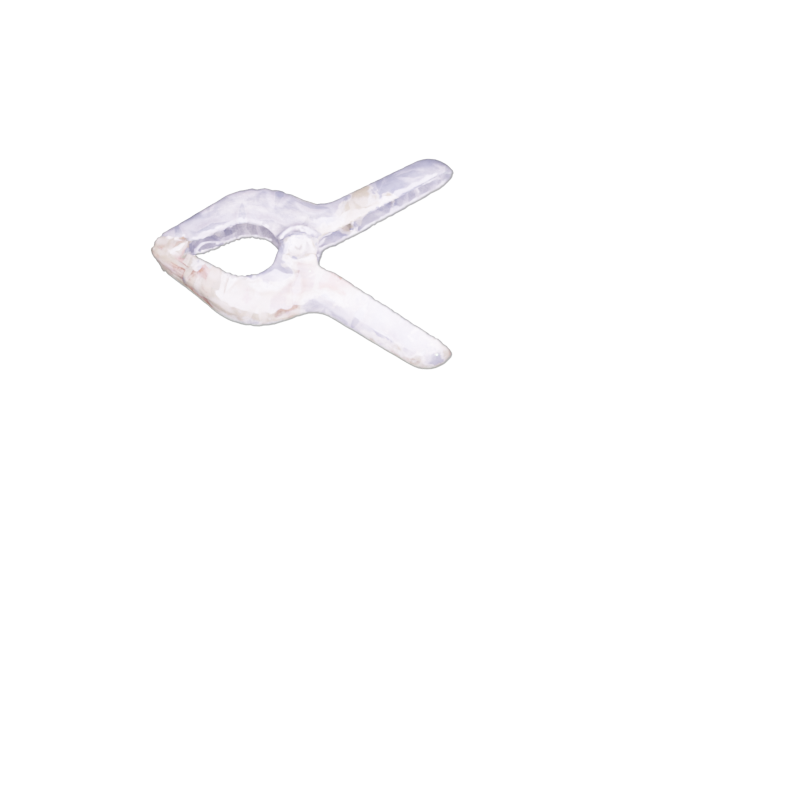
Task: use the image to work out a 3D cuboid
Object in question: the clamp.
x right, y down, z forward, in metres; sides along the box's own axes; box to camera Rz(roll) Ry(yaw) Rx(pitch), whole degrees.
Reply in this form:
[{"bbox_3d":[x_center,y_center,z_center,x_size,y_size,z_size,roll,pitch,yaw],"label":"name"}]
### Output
[{"bbox_3d":[-0.048,-0.088,0.618,0.173,0.126,0.037,10,-25,5],"label":"clamp"}]
